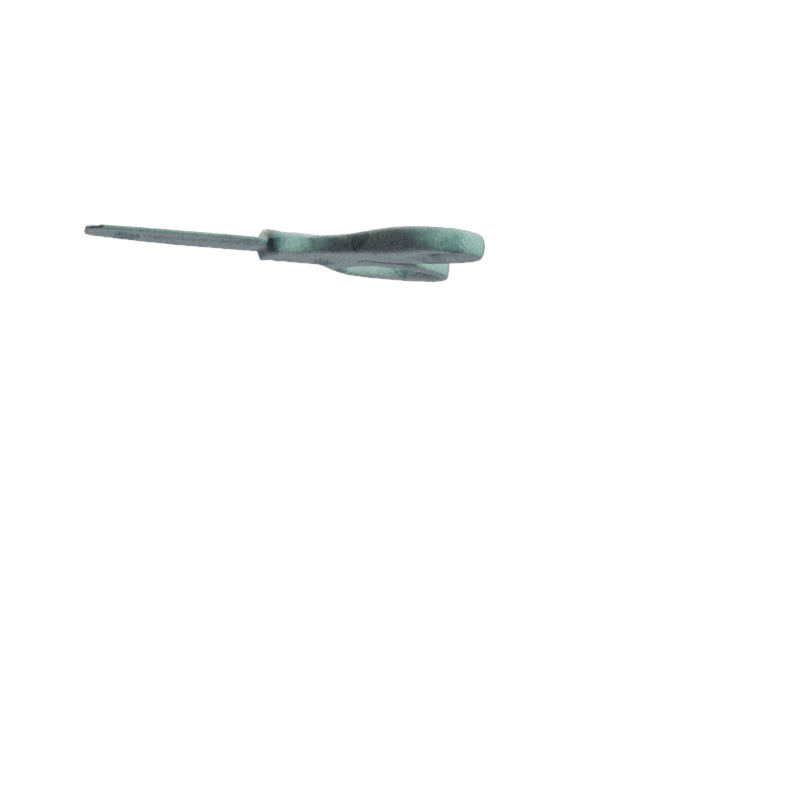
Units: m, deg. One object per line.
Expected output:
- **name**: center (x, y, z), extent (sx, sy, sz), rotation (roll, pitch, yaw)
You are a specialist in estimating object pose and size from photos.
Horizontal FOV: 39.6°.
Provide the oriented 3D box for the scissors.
- **scissors**: center (-0.043, -0.078, 0.546), extent (0.193, 0.016, 0.099), rotation (3, -5, -39)
